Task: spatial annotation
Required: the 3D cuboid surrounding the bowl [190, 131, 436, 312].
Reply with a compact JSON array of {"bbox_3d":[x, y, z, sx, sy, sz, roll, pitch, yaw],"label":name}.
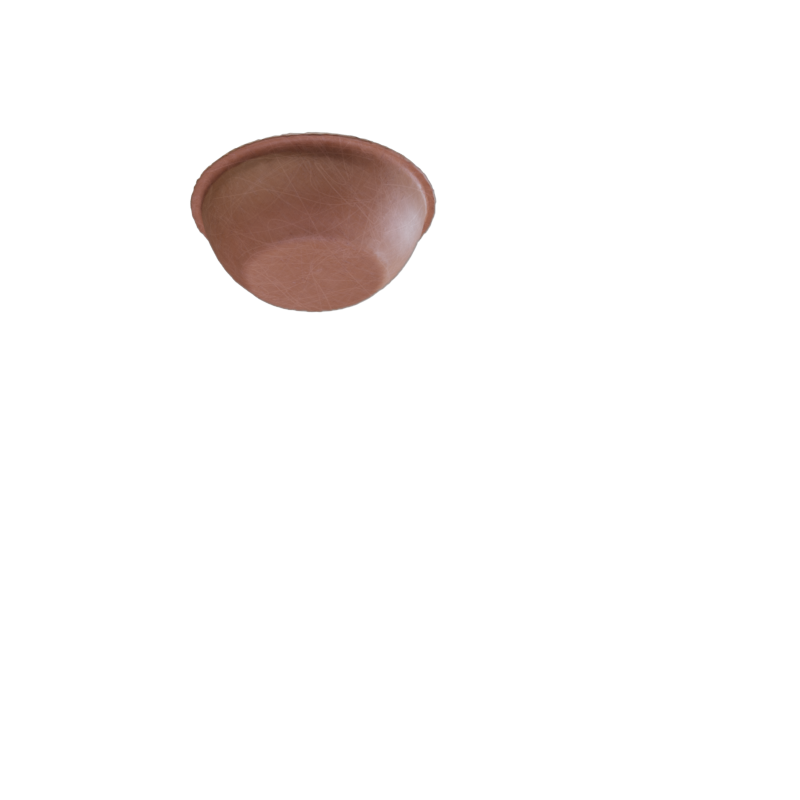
[{"bbox_3d":[-0.056,-0.102,0.718,0.162,0.059,0.152,1,-27,-2],"label":"bowl"}]
